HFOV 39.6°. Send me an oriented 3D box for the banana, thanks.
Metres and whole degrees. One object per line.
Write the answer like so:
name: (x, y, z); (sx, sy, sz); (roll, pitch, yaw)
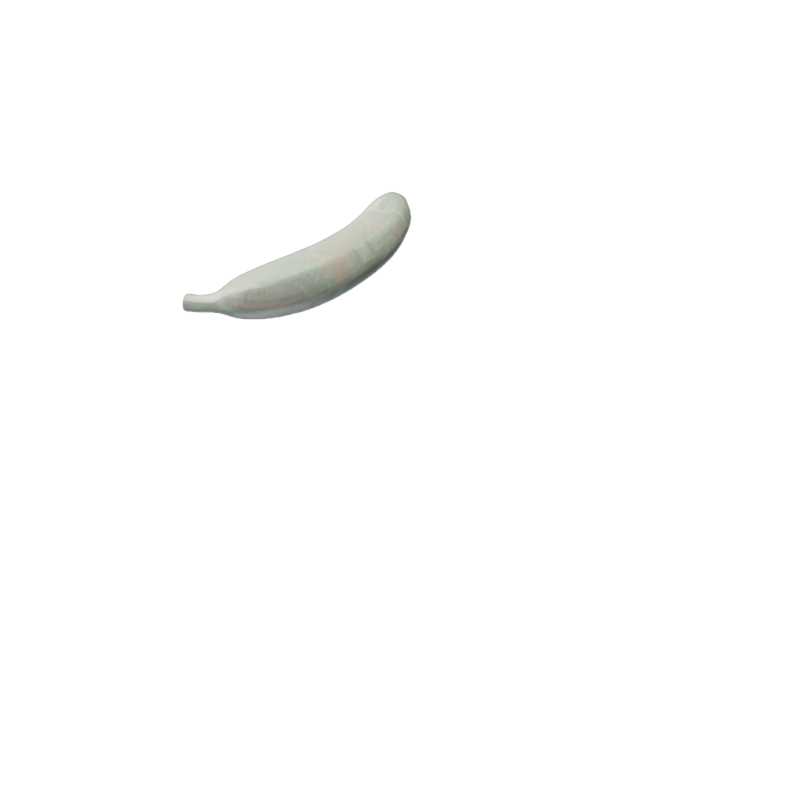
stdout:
banana: (-0.048, -0.097, 0.735); (0.074, 0.034, 0.197); (29, 44, 35)
